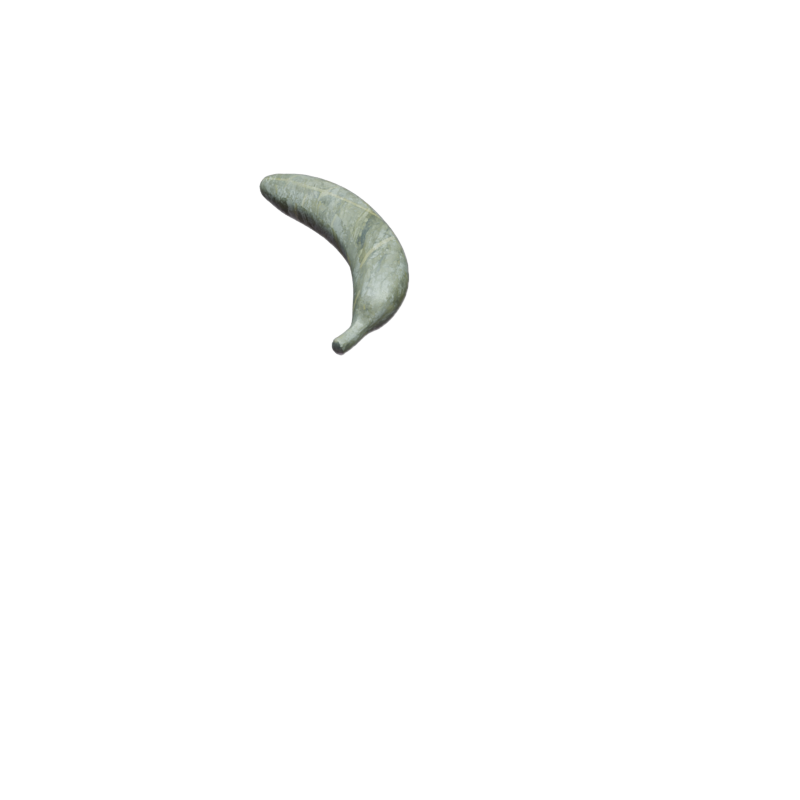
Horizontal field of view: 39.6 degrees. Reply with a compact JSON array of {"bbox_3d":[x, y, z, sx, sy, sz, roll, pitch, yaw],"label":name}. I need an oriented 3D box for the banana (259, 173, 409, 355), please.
[{"bbox_3d":[-0.039,-0.107,0.745,0.069,0.034,0.214,-11,40,-14],"label":"banana"}]
